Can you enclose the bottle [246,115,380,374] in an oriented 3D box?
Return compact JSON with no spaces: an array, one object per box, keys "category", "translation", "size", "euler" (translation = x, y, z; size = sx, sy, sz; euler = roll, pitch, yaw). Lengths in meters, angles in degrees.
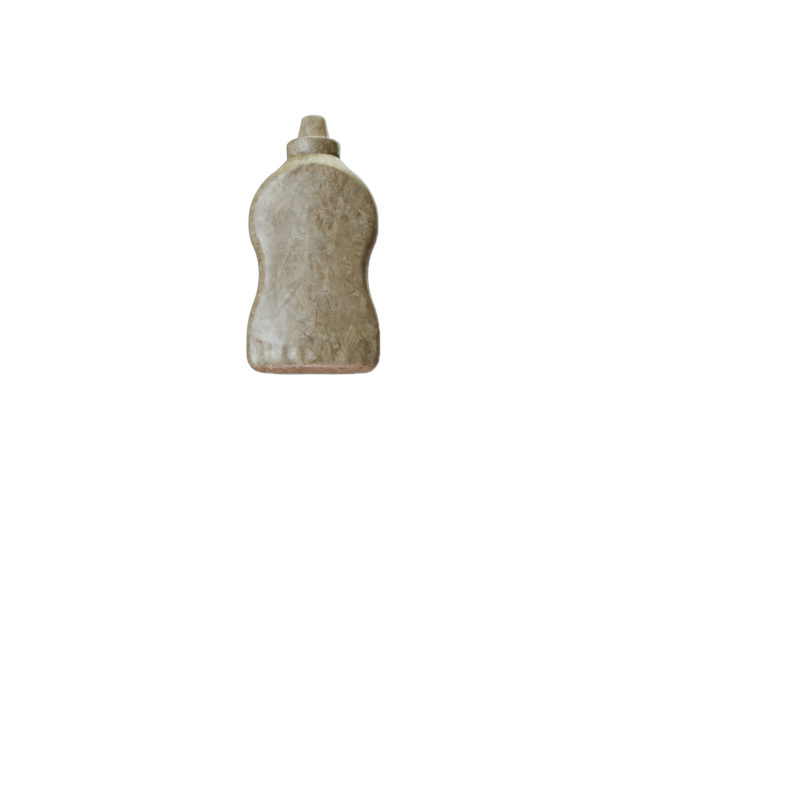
[{"category":"bottle","translation":[-0.064,-0.116,0.817],"size":[0.096,0.197,0.057],"euler":[-1,-11,0]}]
